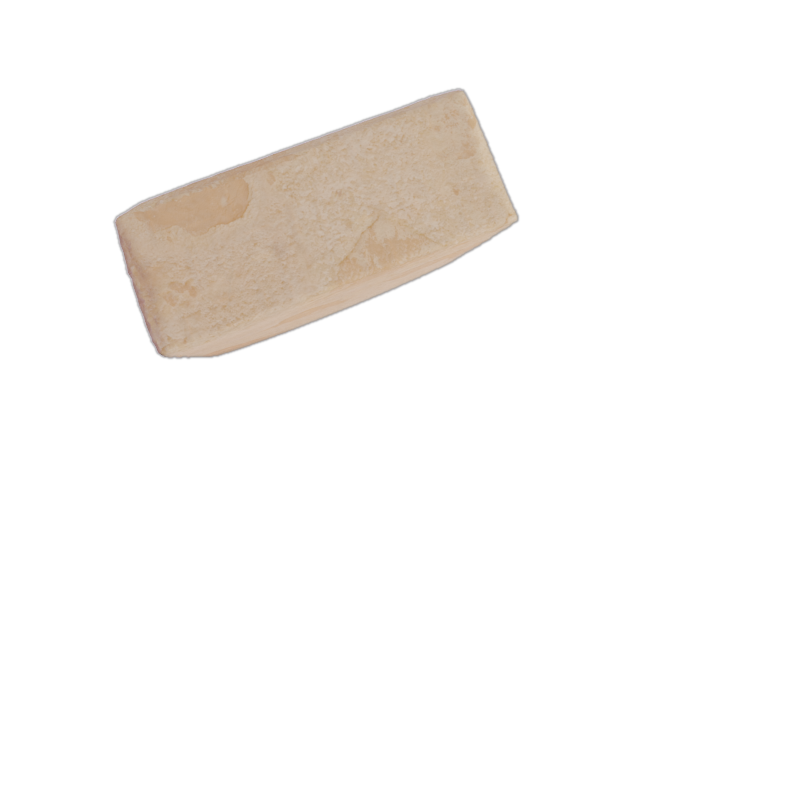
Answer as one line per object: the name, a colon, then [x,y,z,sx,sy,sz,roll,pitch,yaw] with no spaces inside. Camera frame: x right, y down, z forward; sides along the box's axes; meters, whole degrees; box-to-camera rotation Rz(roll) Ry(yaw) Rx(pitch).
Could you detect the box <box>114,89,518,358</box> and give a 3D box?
box: [-0.045,-0.081,0.570,0.164,0.072,0.213,-21,2,-3]
